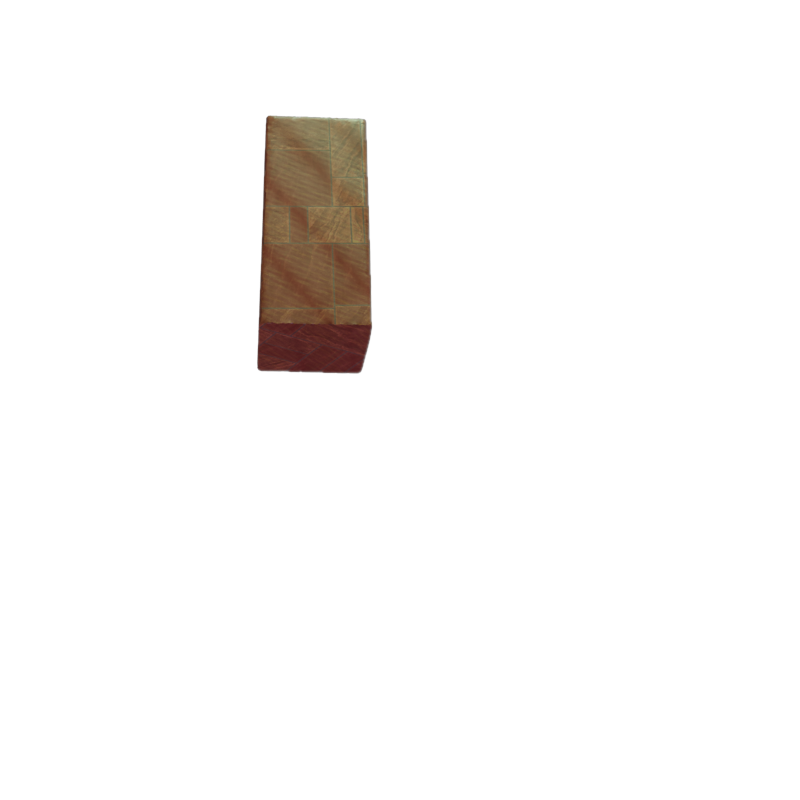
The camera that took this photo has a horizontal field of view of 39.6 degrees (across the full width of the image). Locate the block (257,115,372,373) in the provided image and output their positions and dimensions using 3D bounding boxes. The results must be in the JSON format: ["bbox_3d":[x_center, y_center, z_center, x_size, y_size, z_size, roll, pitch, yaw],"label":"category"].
[{"bbox_3d":[-0.074,-0.136,0.953,0.090,0.220,0.085,1,-30,-6],"label":"block"}]
